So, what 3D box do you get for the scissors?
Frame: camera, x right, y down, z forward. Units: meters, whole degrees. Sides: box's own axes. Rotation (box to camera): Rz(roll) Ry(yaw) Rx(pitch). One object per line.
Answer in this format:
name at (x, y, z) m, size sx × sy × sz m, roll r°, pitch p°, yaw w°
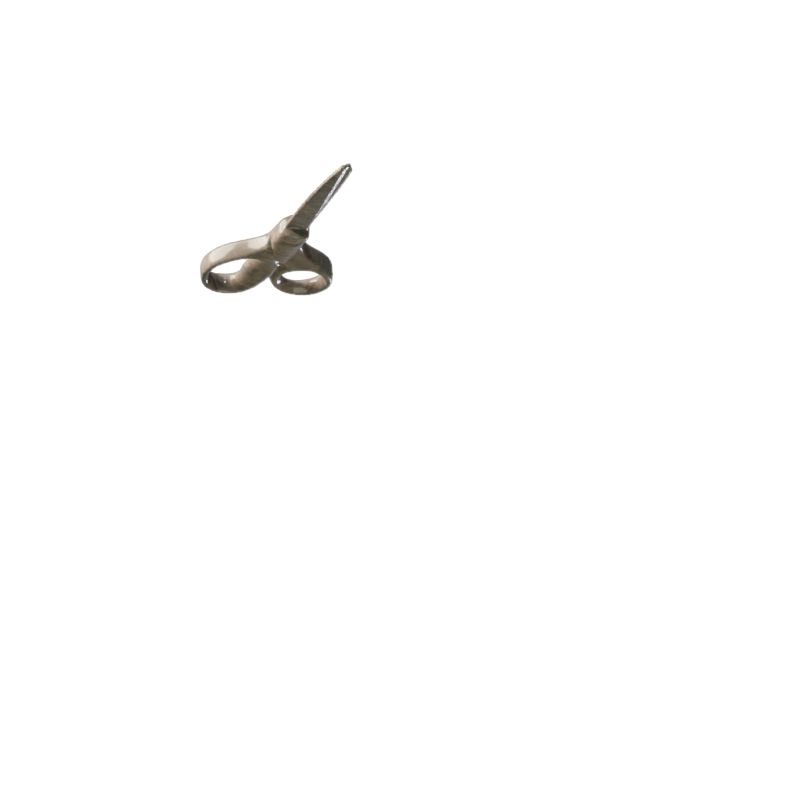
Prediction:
scissors at (-0.054, -0.098, 0.686) m, size 0.091 × 0.016 × 0.203 m, roll 10°, pitch -17°, yaw -36°
